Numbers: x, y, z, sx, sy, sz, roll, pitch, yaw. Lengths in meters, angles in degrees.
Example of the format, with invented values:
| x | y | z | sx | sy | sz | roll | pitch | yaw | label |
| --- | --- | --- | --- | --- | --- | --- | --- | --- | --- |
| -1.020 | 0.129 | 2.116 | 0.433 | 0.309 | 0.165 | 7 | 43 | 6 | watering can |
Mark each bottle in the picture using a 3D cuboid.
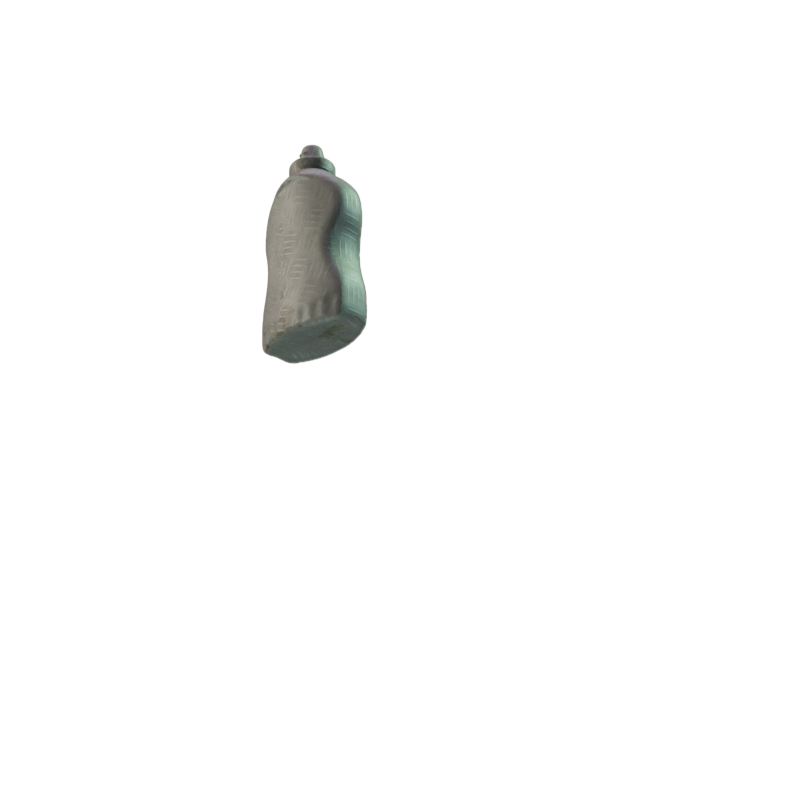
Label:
| x | y | z | sx | sy | sz | roll | pitch | yaw | label |
| --- | --- | --- | --- | --- | --- | --- | --- | --- | --- |
| -0.073 | -0.133 | 0.933 | 0.055 | 0.204 | 0.096 | 24 | -38 | -38 | bottle |
